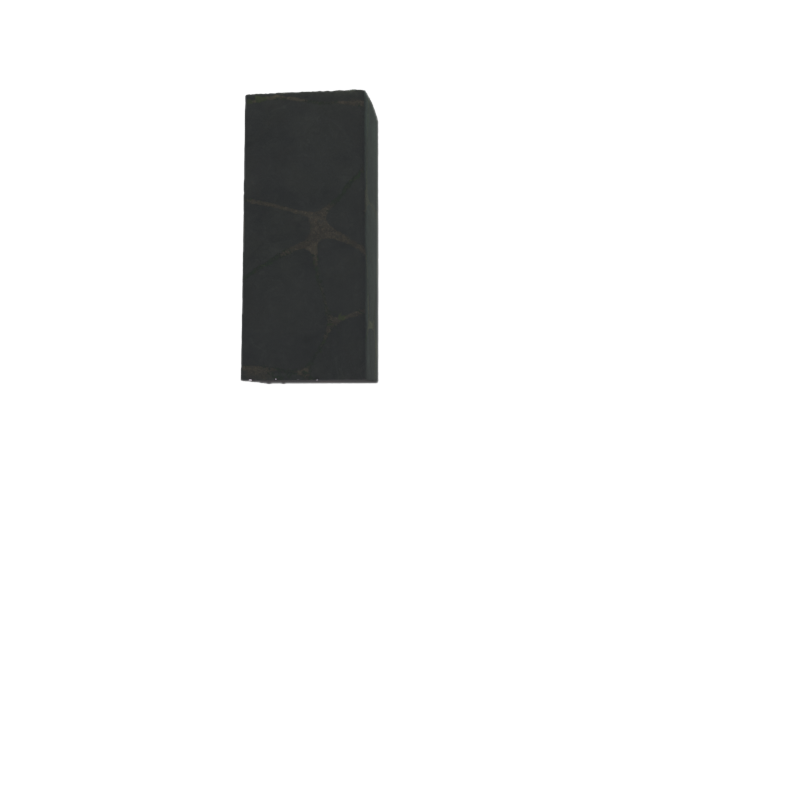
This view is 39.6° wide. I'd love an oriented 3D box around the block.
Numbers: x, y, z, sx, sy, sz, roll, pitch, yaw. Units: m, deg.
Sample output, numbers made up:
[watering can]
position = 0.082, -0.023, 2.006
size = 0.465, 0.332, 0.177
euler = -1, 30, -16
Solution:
[block]
position = -0.064, -0.117, 0.821
size = 0.092, 0.210, 0.087
euler = -1, -7, 7
